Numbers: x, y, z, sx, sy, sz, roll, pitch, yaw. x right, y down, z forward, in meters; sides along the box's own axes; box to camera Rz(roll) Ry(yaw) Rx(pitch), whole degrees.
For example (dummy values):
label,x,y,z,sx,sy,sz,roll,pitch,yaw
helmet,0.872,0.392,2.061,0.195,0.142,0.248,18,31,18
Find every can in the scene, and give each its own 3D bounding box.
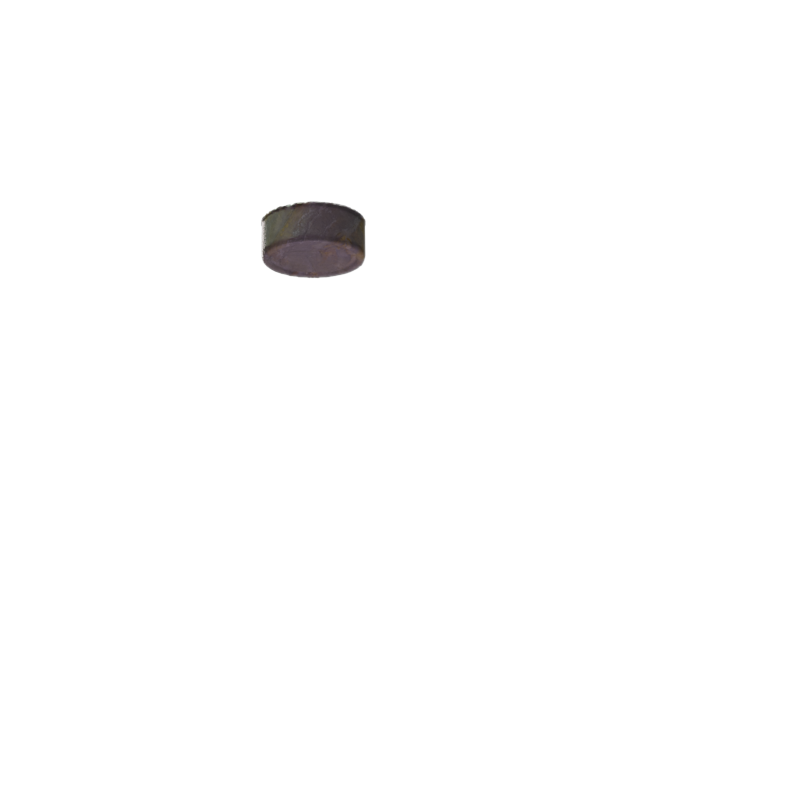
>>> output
label,x,y,z,sx,sy,sz,roll,pitch,yaw
can,-0.070,-0.129,0.901,0.086,0.035,0.082,0,-16,-2
